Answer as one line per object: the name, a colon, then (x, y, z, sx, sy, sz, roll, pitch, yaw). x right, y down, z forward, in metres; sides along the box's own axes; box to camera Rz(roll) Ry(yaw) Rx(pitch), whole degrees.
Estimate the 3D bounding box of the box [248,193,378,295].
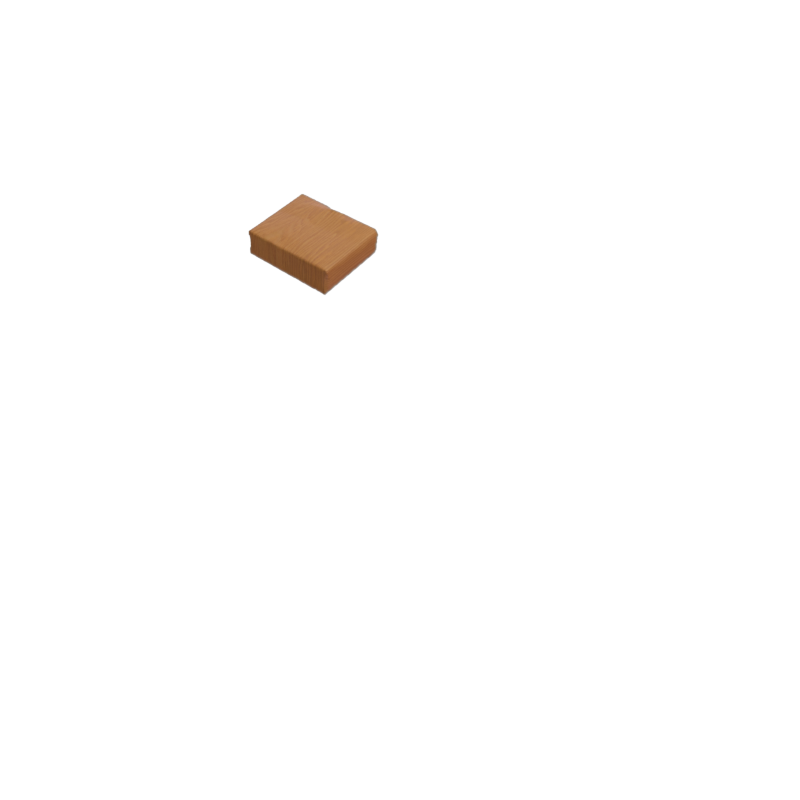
box: (-0.076, -0.139, 0.973, 0.094, 0.028, 0.074, 29, 50, 27)
